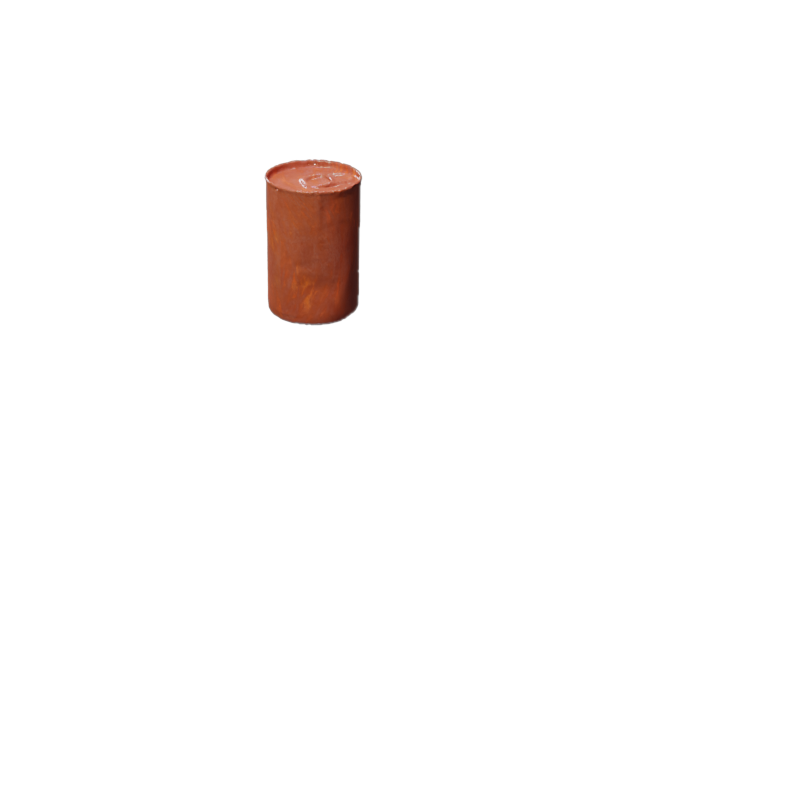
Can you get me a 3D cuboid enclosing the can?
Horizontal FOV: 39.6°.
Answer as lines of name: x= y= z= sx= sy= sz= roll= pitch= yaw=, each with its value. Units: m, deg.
can: x=-0.062 y=-0.113 z=0.793 sx=0.068 sy=0.097 sz=0.072 roll=0 pitch=26 yaw=-2
